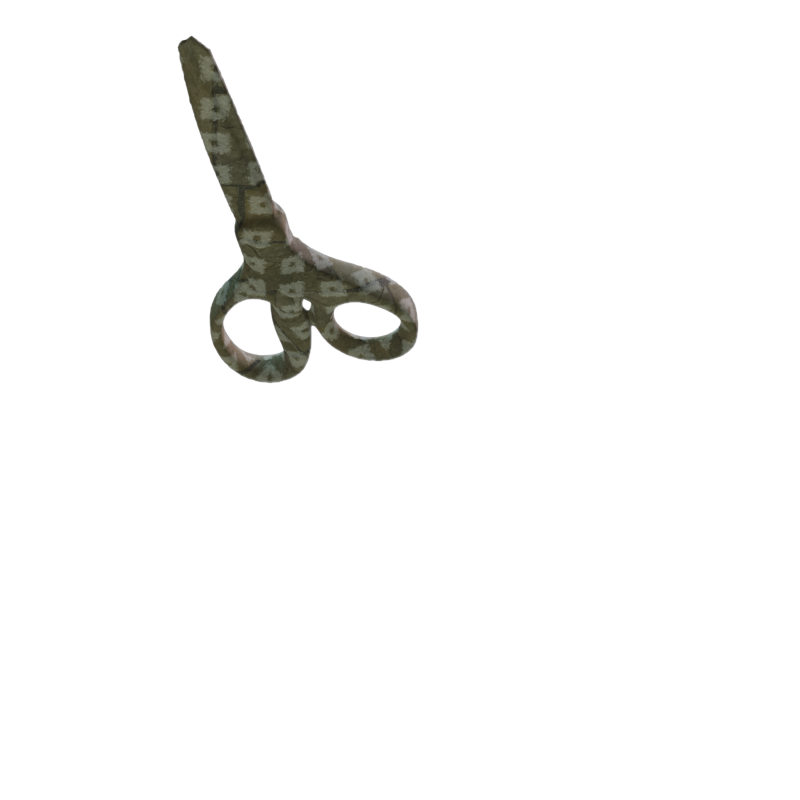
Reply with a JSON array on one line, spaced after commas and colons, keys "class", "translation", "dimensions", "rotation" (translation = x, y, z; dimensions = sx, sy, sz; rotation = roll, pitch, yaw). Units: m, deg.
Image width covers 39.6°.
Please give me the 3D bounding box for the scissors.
[{"class": "scissors", "translation": [-0.032, -0.059, 0.414], "dimensions": [0.095, 0.017, 0.191], "rotation": [4, -30, -7]}]
